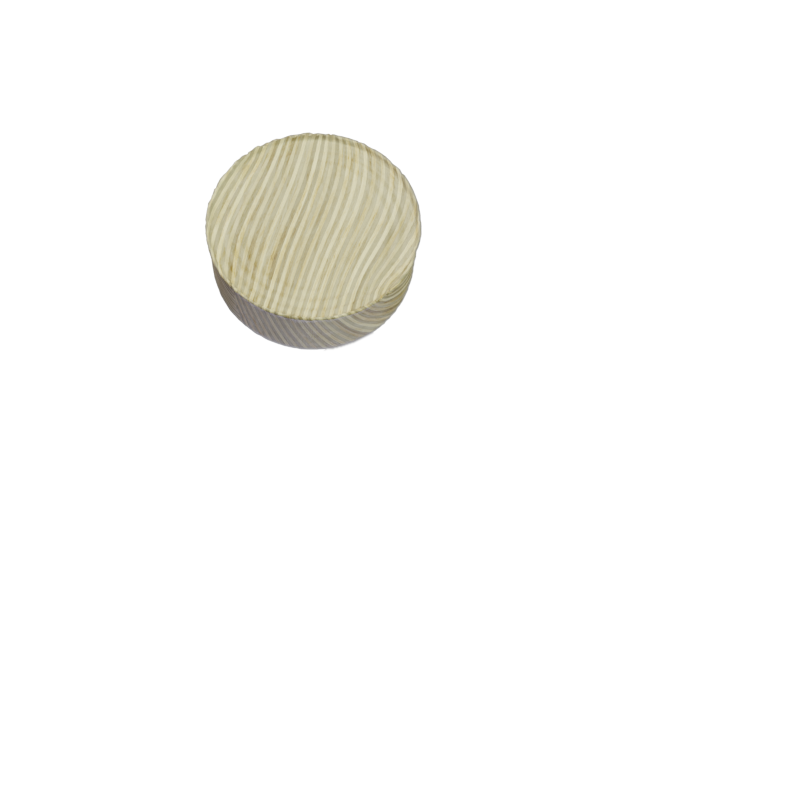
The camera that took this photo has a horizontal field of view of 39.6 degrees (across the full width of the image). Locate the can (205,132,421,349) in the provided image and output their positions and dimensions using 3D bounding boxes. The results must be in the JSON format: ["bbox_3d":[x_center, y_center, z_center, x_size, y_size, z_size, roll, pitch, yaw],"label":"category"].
[{"bbox_3d":[-0.035,-0.065,0.453,0.086,0.091,0.032,-1,-27,-1],"label":"can"}]
